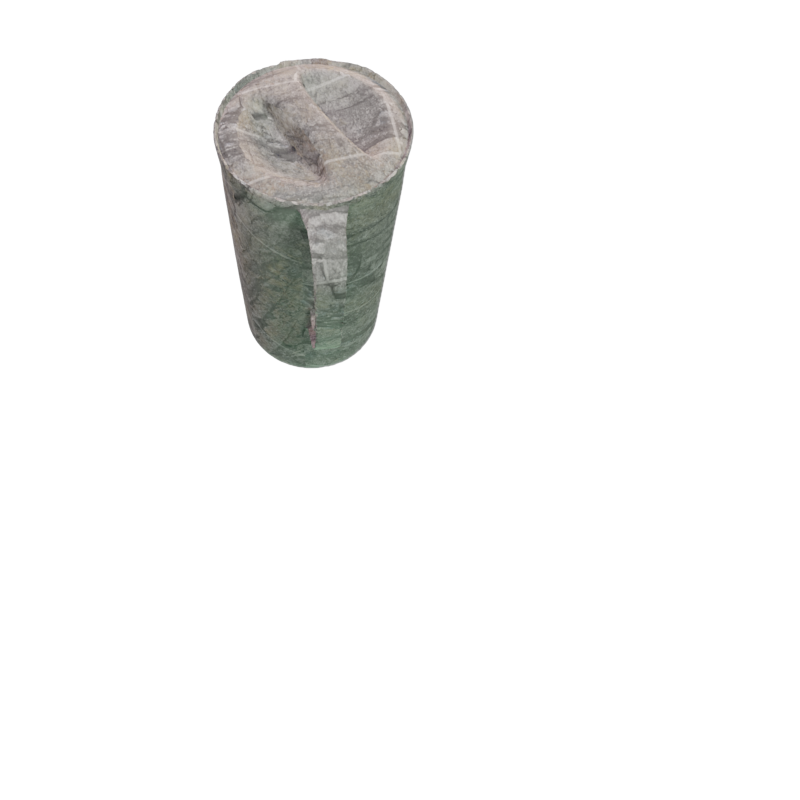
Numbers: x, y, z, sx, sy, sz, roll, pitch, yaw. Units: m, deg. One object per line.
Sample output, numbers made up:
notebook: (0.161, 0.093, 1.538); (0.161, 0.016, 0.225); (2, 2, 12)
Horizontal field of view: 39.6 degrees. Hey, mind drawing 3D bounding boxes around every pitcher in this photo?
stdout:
pitcher: (-0.064, -0.117, 0.821); (0.151, 0.152, 0.228); (33, -28, 16)
